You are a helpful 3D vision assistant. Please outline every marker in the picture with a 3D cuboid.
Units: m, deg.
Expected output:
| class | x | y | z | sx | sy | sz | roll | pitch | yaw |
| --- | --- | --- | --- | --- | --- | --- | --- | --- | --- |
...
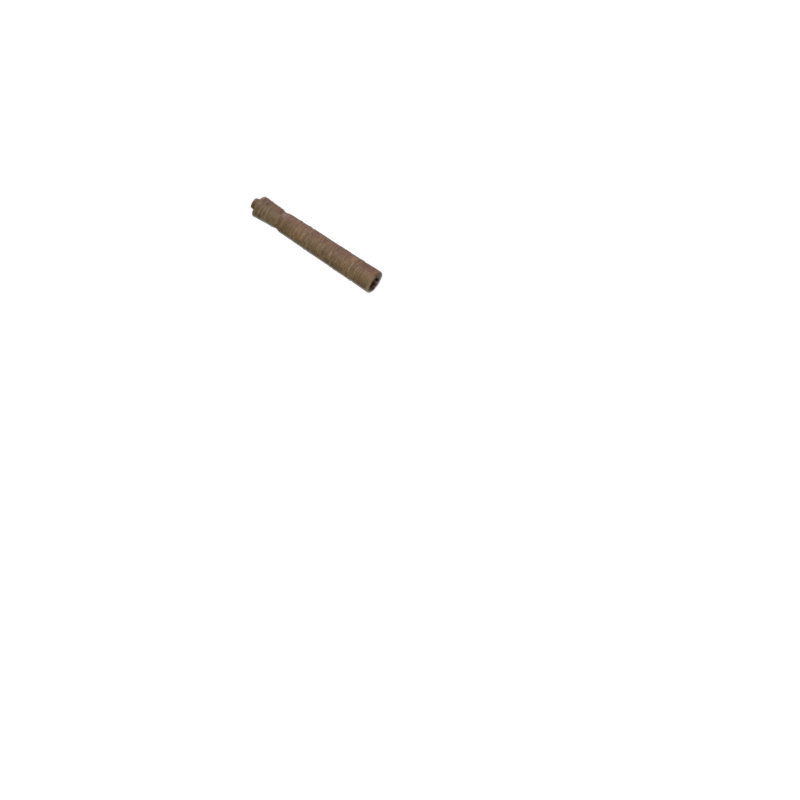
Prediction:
| class | x | y | z | sx | sy | sz | roll | pitch | yaw |
| --- | --- | --- | --- | --- | --- | --- | --- | --- | --- |
| marker | -0.067 | -0.123 | 0.859 | 0.127 | 0.019 | 0.019 | 35 | 16 | 20 |
